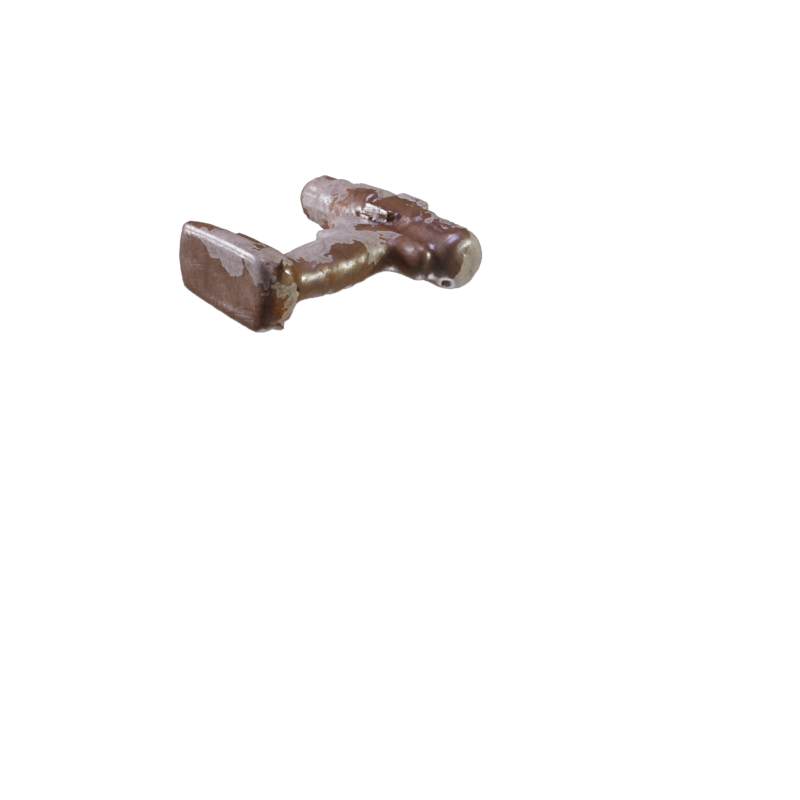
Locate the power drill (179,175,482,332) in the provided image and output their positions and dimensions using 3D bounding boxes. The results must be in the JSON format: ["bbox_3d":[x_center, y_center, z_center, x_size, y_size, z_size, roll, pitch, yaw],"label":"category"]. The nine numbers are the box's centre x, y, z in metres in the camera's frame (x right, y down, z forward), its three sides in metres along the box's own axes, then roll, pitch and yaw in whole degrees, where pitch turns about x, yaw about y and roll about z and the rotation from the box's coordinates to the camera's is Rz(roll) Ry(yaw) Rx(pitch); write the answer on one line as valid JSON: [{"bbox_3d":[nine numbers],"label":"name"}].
[{"bbox_3d":[-0.063,-0.115,0.808,0.185,0.054,0.197,-21,34,-35],"label":"power drill"}]
